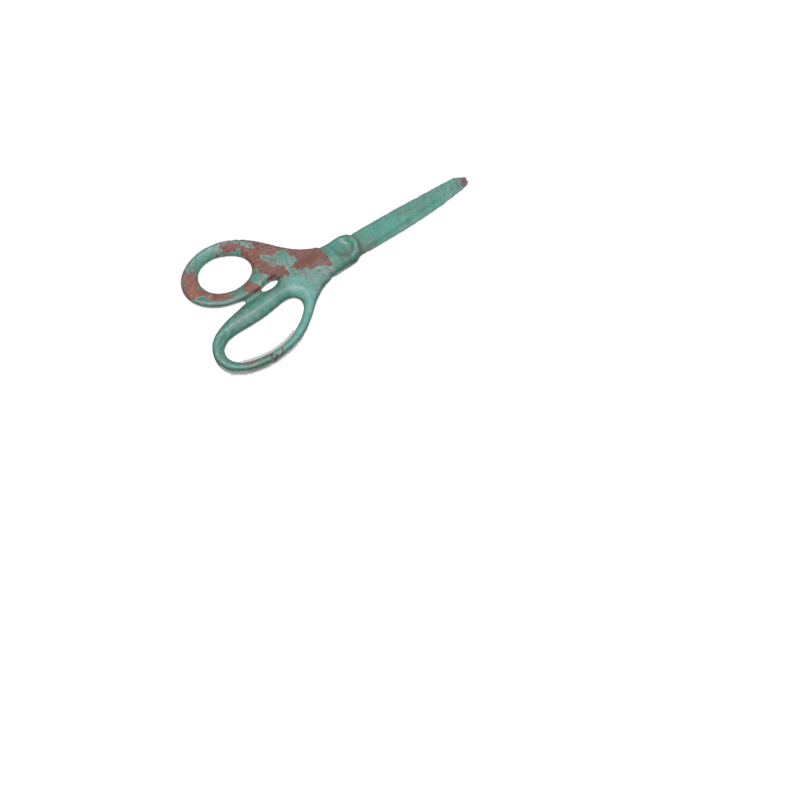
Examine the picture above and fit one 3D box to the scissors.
[{"bbox_3d":[-0.055,-0.100,0.702,0.100,0.205,0.015,35,-22,17],"label":"scissors"}]
